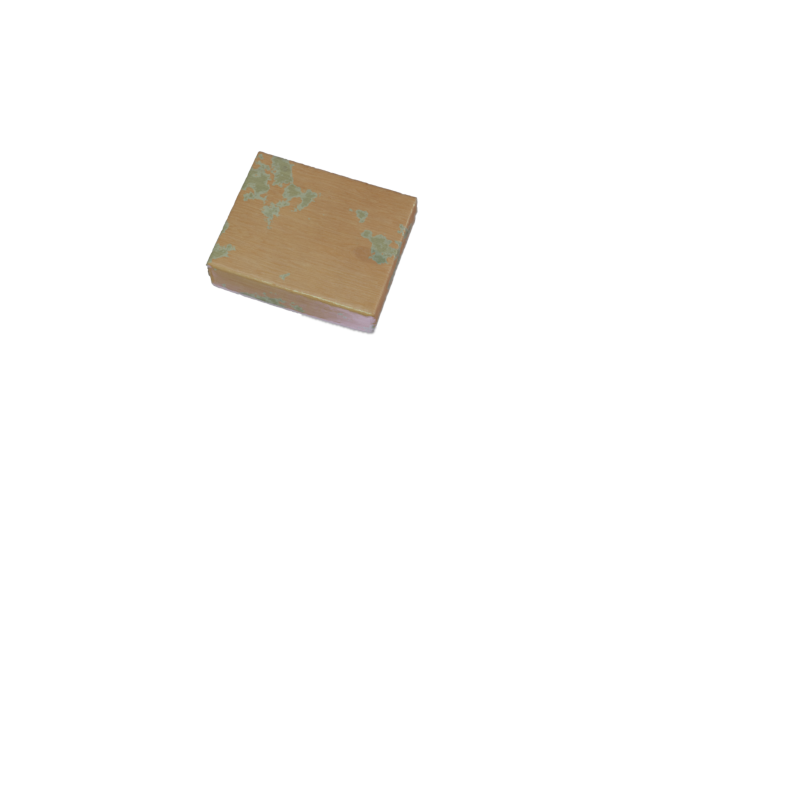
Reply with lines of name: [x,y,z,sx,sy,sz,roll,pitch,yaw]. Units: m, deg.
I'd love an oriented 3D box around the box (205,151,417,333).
box: [-0.056,-0.101,0.709,0.115,0.093,0.037,18,-24,8]
